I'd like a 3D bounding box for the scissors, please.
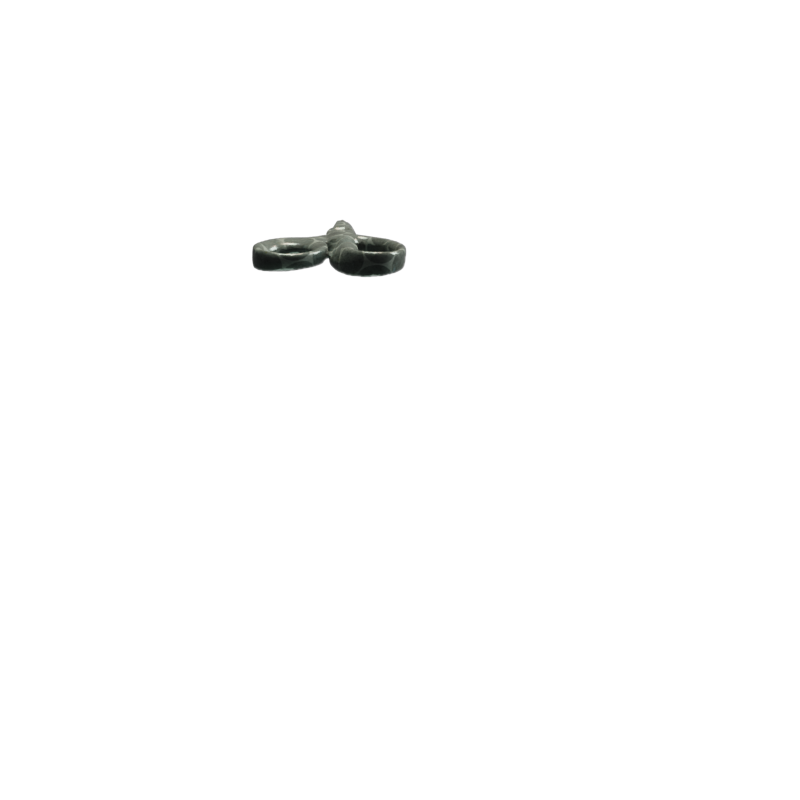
[{"bbox_3d":[-0.054,-0.099,0.693,0.094,0.015,0.211,-4,15,-15],"label":"scissors"}]
